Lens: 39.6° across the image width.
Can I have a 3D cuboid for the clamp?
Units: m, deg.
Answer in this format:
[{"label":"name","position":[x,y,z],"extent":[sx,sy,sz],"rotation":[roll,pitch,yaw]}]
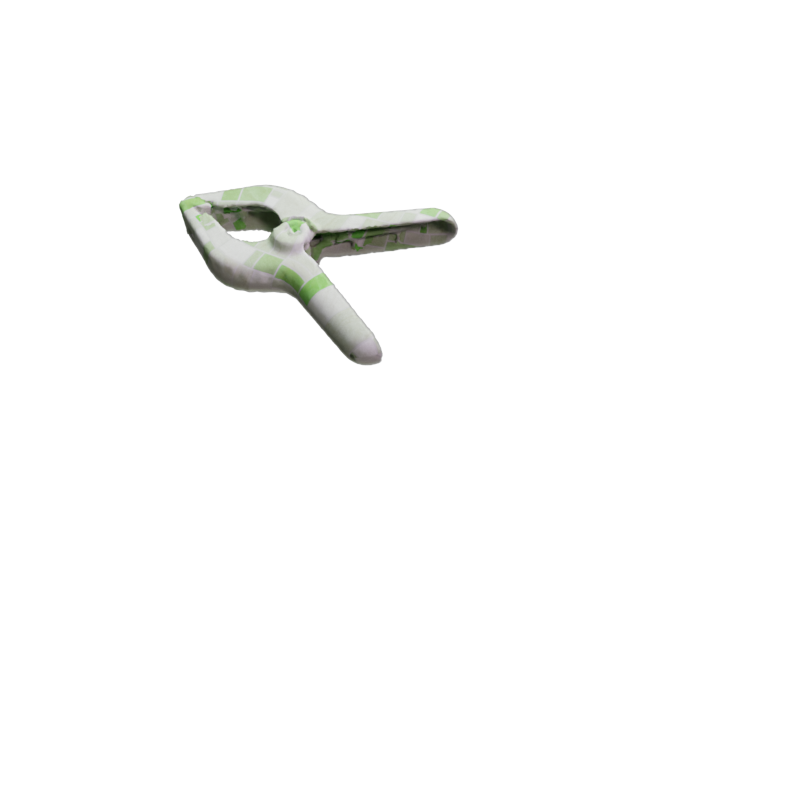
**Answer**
[{"label":"clamp","position":[-0.053,-0.097,0.682],"extent":[0.180,0.036,0.122],"rotation":[28,53,24]}]
